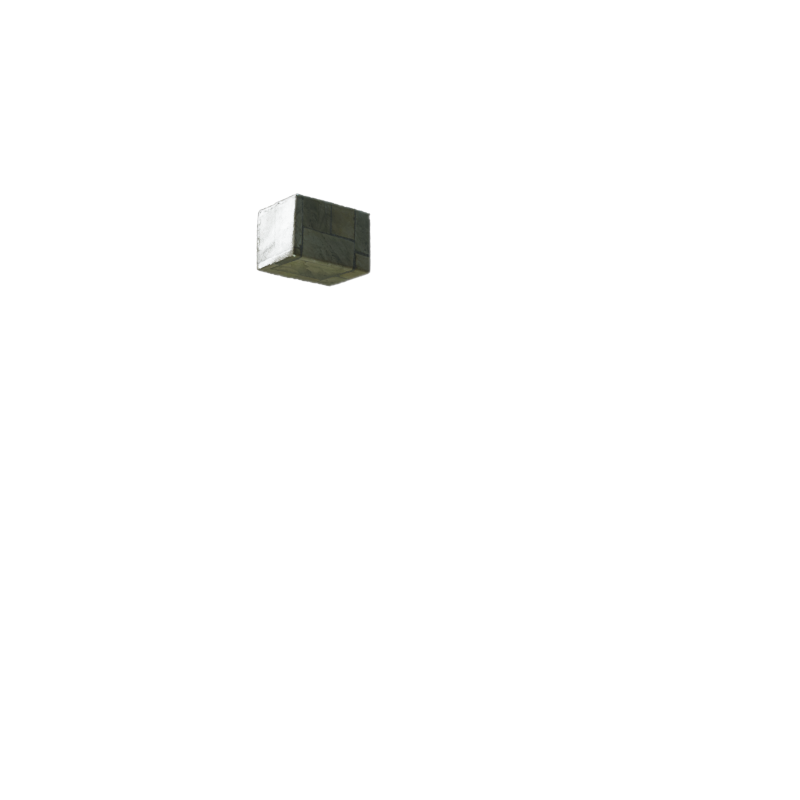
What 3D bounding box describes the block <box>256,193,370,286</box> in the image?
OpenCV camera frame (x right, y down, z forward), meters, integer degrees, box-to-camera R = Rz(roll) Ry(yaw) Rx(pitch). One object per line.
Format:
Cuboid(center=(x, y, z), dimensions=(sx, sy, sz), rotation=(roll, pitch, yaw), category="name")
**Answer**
Cuboid(center=(-0.069, -0.126, 0.880), dimensions=(0.074, 0.053, 0.053), rotation=(10, -17, -39), category="block")
